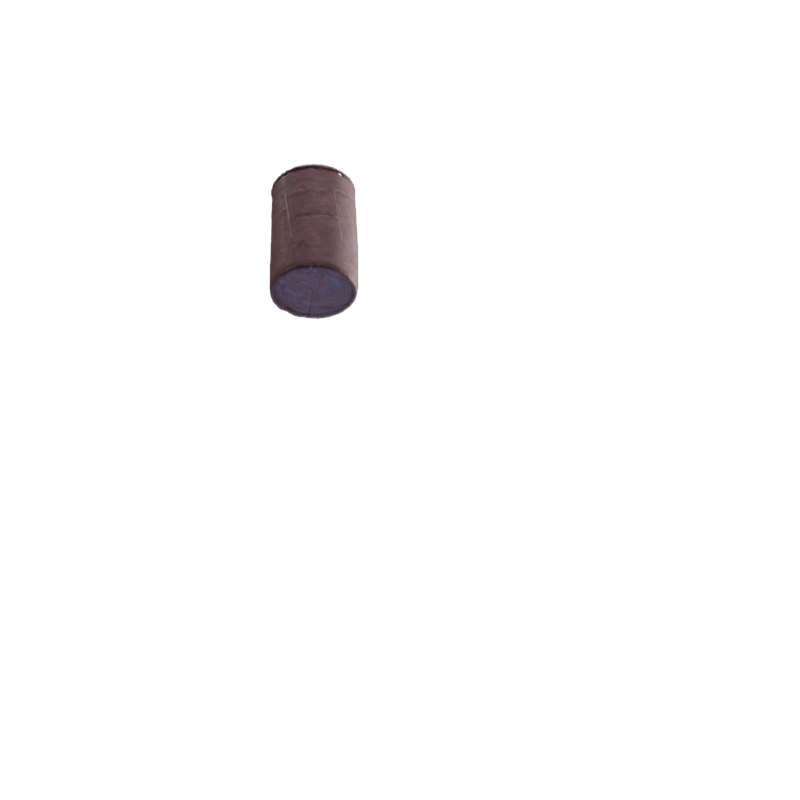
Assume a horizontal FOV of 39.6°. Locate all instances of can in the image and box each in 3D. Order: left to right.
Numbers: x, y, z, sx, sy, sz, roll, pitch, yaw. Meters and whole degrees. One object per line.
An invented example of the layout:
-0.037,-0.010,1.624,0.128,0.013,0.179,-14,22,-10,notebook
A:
-0.067,-0.123,0.859,0.068,0.109,0.064,-1,-35,-2,can
